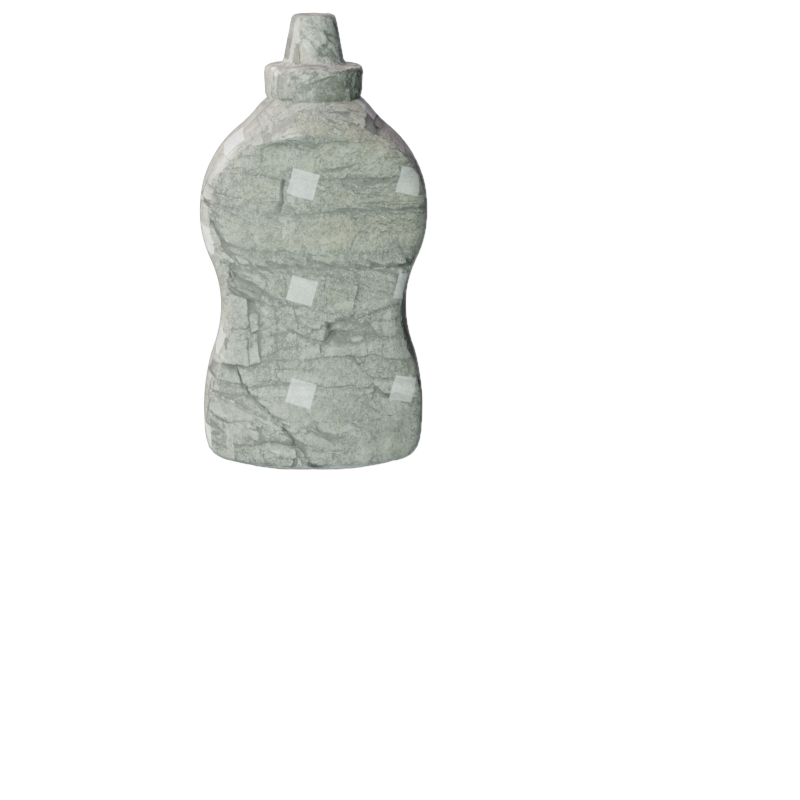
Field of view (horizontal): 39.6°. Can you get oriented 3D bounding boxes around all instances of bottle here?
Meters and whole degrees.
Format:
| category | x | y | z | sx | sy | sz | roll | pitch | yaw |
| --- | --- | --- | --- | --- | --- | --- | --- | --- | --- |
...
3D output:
| category | x | y | z | sx | sy | sz | roll | pitch | yaw |
| --- | --- | --- | --- | --- | --- | --- | --- | --- | --- |
| bottle | -0.037 | -0.068 | 0.476 | 0.096 | 0.184 | 0.061 | 1 | 17 | 0 |
